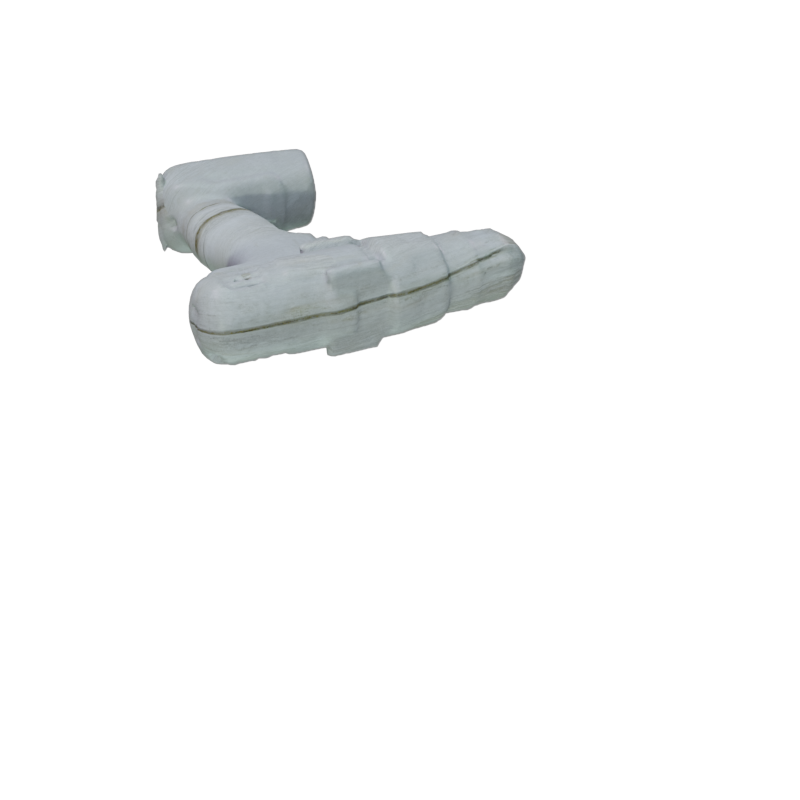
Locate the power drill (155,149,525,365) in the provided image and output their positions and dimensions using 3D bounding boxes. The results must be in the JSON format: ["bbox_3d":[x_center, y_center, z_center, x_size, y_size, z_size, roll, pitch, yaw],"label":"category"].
[{"bbox_3d":[-0.049,-0.090,0.628,0.181,0.054,0.201,-12,30,-23],"label":"power drill"}]
